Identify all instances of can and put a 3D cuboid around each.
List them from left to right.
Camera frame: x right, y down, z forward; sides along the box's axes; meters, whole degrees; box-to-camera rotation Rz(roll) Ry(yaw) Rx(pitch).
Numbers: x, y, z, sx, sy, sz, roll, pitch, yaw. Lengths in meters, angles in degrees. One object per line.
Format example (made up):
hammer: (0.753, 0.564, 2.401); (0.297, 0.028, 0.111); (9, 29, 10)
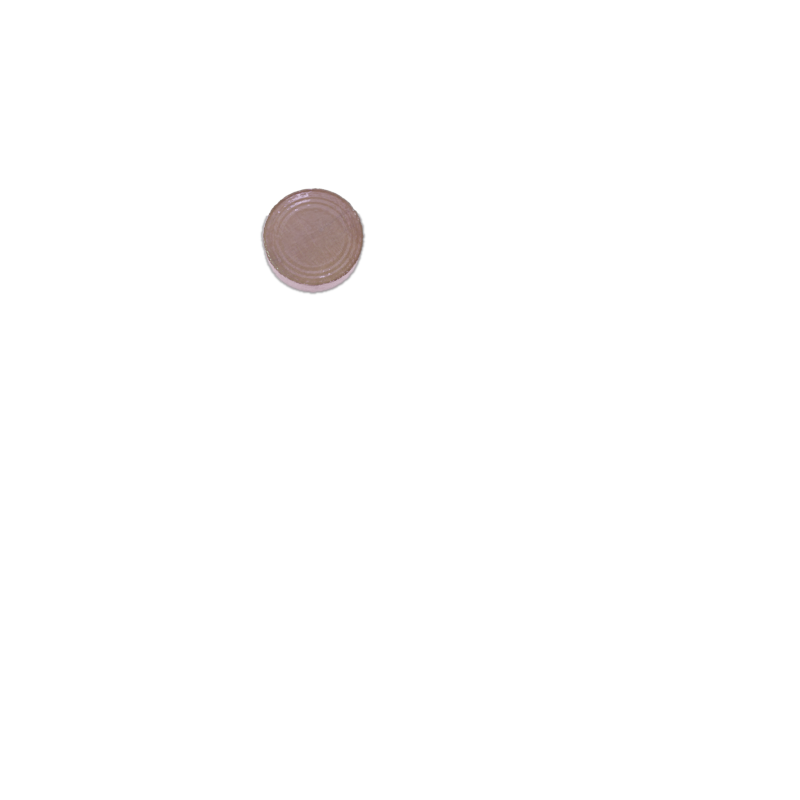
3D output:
can: (-0.074, -0.136, 0.950); (0.086, 0.089, 0.032); (0, -15, -1)
